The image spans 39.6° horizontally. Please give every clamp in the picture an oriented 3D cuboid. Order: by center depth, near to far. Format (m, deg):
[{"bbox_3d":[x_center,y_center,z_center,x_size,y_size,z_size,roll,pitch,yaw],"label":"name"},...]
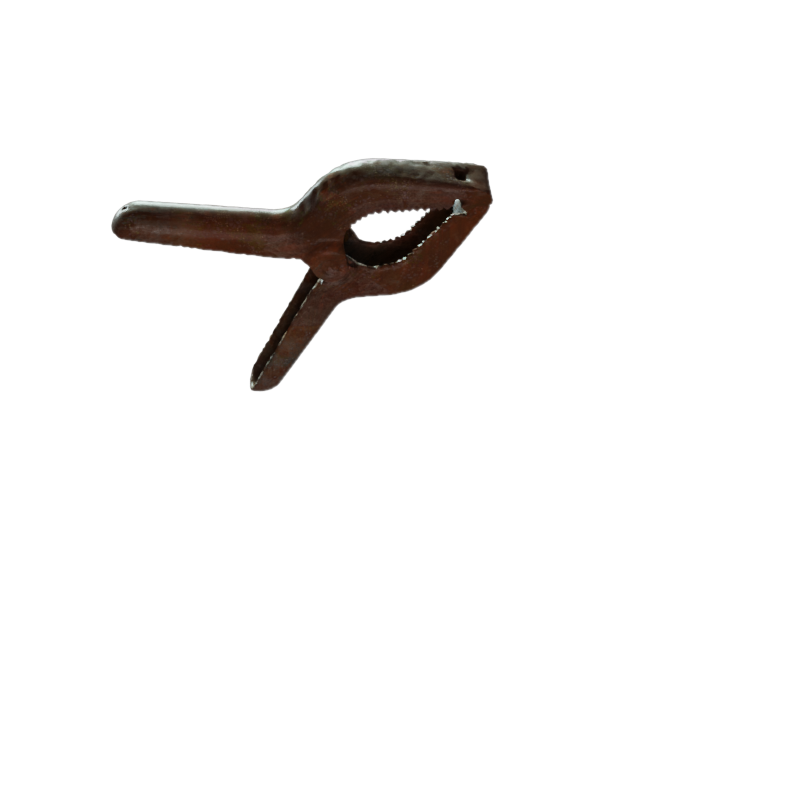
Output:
[{"bbox_3d":[-0.050,-0.092,0.643,0.210,0.039,0.153,-26,-50,24],"label":"clamp"}]
